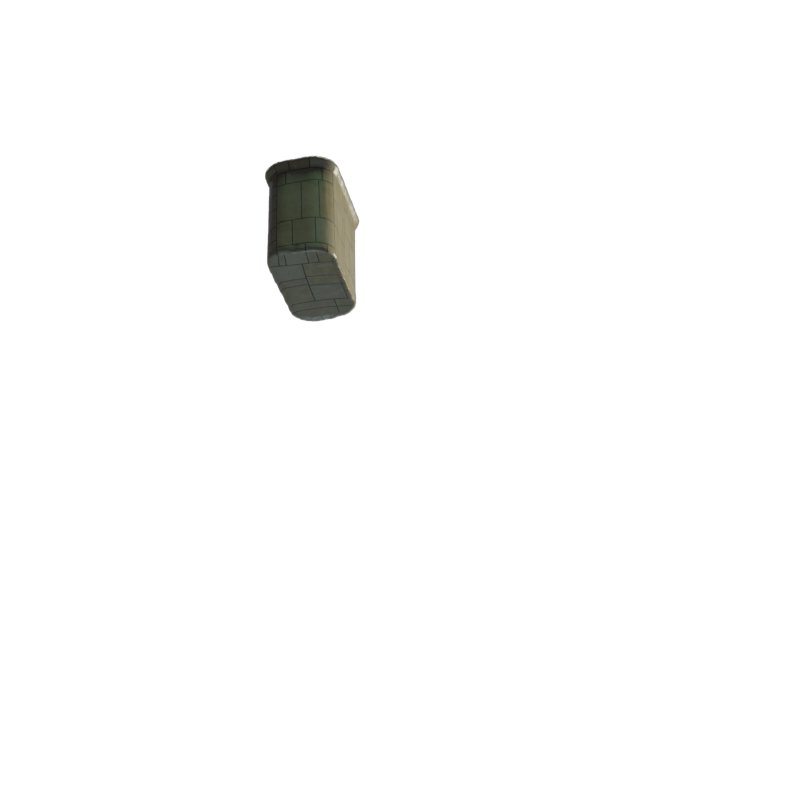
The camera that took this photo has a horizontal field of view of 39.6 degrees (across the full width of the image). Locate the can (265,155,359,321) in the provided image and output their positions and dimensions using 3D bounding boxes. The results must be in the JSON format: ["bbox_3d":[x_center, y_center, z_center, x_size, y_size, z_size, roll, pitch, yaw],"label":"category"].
[{"bbox_3d":[-0.066,-0.120,0.841,0.058,0.089,0.094,-8,-32,10],"label":"can"}]
